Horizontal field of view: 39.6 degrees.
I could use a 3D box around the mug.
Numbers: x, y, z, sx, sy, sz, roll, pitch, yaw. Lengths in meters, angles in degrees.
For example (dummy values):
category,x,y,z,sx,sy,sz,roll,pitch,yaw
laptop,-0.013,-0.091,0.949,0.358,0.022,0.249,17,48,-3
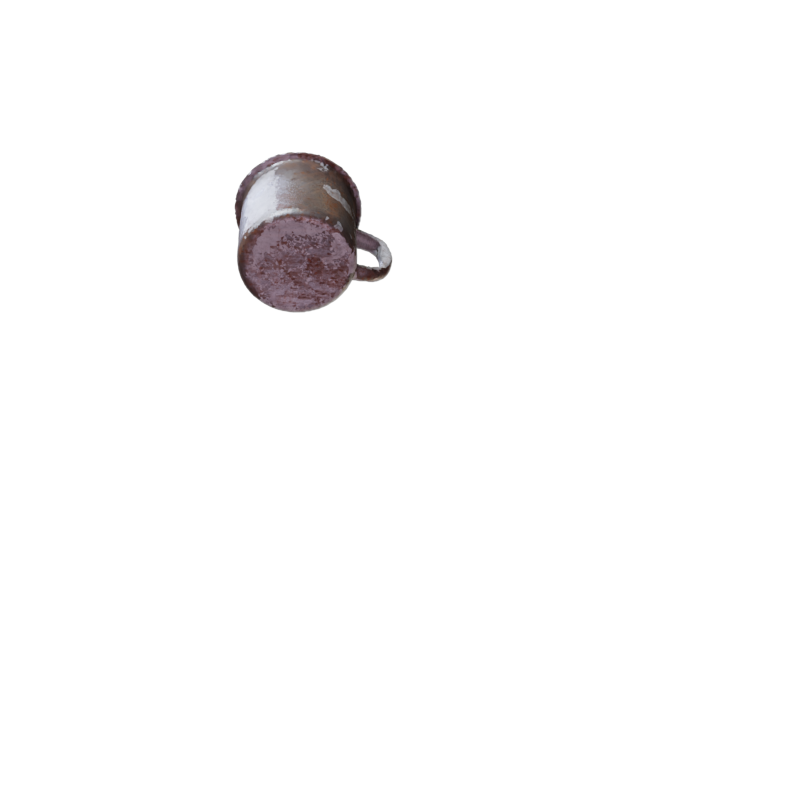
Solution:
category,x,y,z,sx,sy,sz,roll,pitch,yaw
mug,-0.061,-0.111,0.779,0.114,0.090,0.087,20,31,-14
